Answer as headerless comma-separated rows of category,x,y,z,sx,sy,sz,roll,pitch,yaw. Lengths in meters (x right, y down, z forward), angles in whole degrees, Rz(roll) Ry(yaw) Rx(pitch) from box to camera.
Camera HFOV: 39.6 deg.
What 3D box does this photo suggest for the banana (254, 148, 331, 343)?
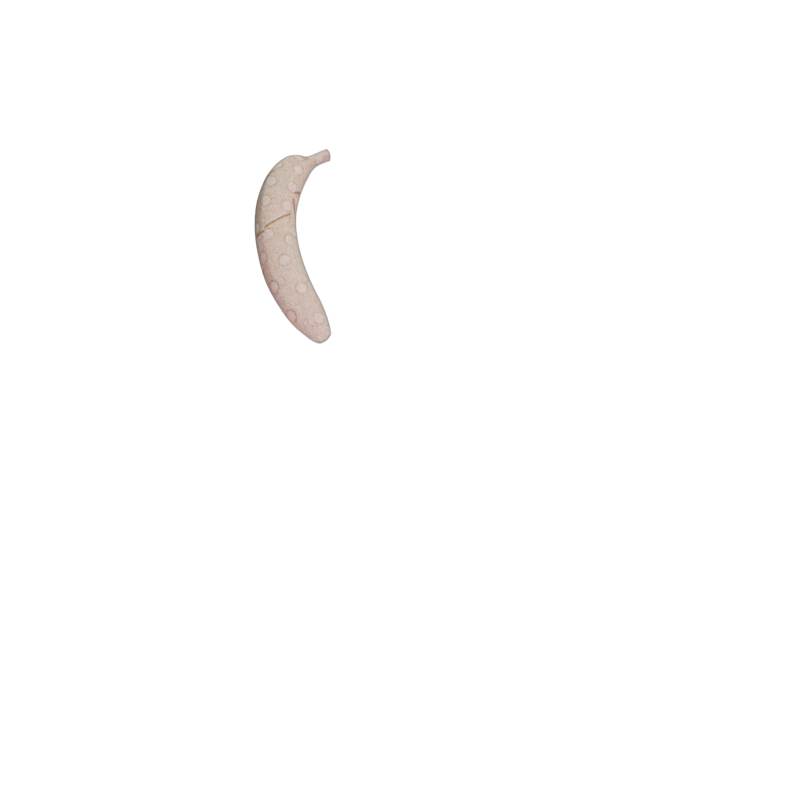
banana,-0.096,-0.146,0.994,0.069,0.209,0.035,-1,-25,-1
